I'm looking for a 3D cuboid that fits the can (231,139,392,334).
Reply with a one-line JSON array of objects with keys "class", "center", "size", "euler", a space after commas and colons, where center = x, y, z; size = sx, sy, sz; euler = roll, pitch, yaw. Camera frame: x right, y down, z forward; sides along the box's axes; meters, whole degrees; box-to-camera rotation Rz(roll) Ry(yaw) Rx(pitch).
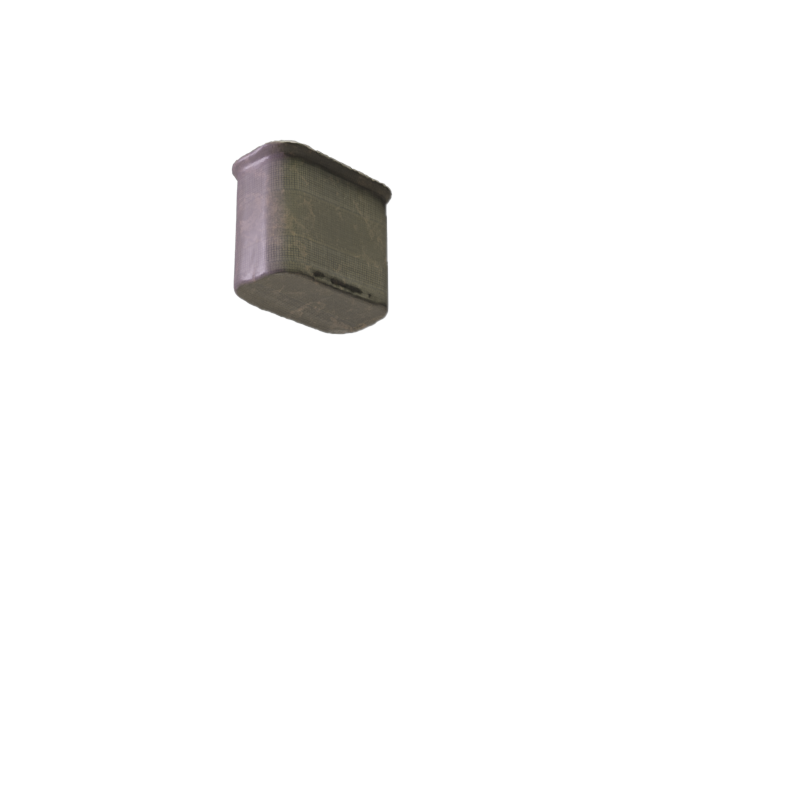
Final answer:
[{"class": "can", "center": [-0.052, -0.094, 0.659], "size": [0.058, 0.088, 0.096], "euler": [-23, -31, 40]}]
